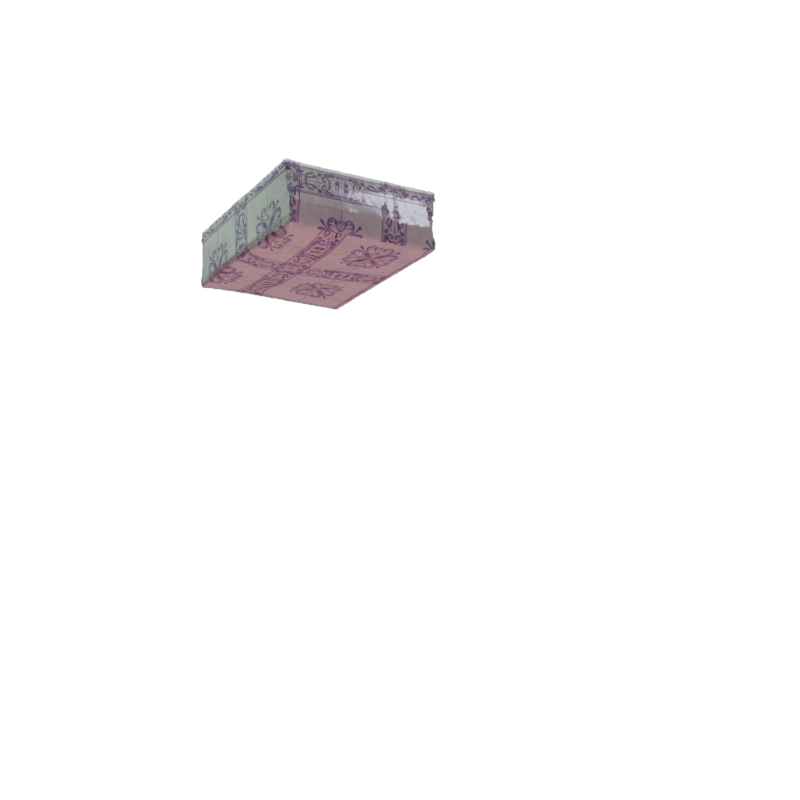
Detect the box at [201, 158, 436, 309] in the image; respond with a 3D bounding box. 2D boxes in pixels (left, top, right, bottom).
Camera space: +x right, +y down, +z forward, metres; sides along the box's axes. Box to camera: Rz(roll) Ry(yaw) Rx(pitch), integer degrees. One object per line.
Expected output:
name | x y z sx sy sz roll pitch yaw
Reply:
box | -0.048 -0.087 0.606 0.086 0.040 0.114 8 -15 -29
